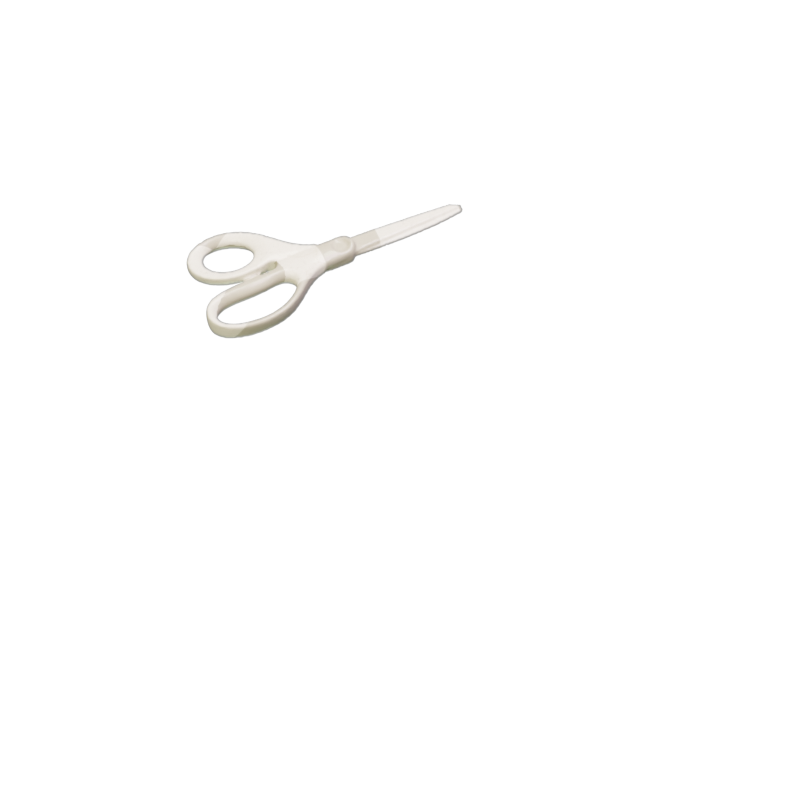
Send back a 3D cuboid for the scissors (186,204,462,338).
[{"bbox_3d":[-0.060,-0.109,0.761,0.102,0.015,0.203,36,57,28],"label":"scissors"}]
